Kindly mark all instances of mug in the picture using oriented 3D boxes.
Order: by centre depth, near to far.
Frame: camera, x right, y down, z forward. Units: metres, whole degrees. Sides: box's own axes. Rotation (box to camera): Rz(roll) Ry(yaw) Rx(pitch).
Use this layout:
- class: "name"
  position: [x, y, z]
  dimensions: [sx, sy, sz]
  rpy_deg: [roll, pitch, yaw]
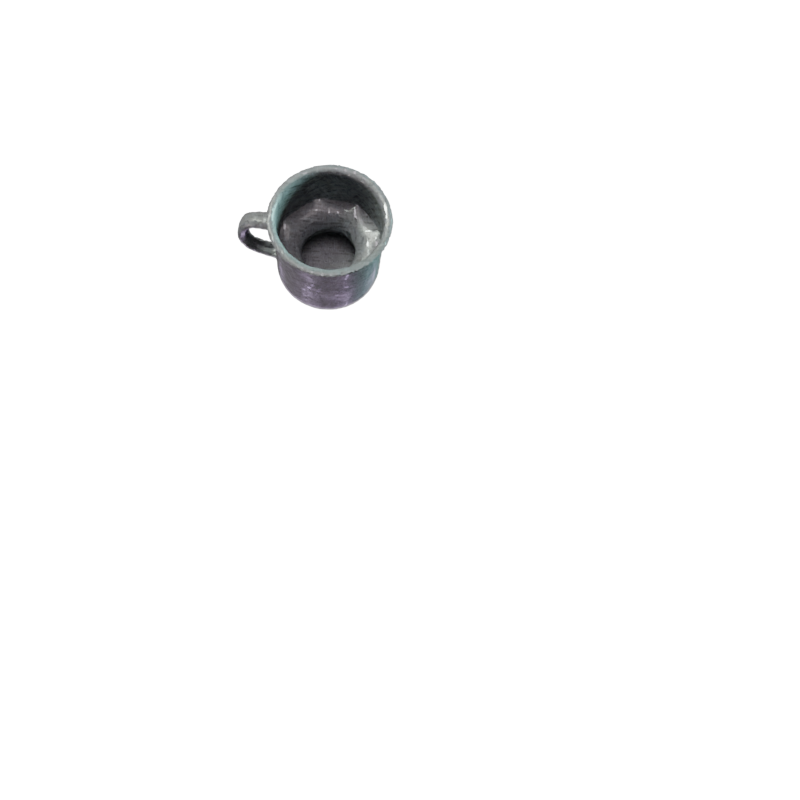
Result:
- class: "mug"
  position: [-0.067, -0.121, 0.851]
  dimensions: [0.117, 0.098, 0.077]
  rpy_deg: [5, -23, 1]
